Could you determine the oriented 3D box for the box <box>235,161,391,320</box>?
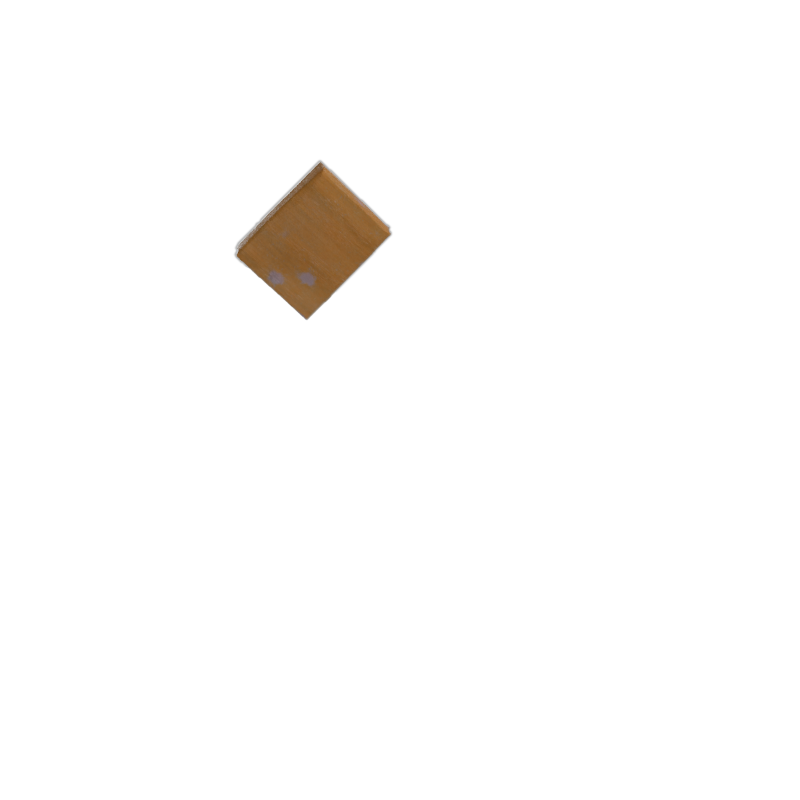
[{"bbox_3d":[-0.078,-0.142,0.993,0.087,0.112,0.040,44,11,-12],"label":"box"}]
